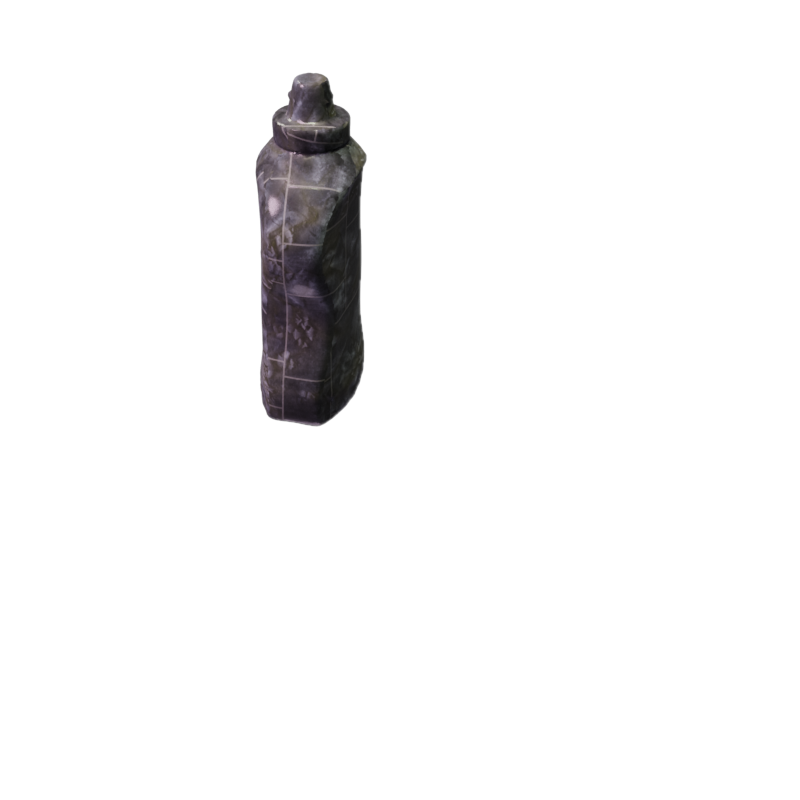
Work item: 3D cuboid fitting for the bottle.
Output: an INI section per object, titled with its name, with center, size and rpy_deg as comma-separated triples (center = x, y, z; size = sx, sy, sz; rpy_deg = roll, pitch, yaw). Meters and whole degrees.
[bottle]
center = -0.048, -0.087, 0.612
size = 0.059, 0.180, 0.100
rpy_deg = 9, 33, 10
